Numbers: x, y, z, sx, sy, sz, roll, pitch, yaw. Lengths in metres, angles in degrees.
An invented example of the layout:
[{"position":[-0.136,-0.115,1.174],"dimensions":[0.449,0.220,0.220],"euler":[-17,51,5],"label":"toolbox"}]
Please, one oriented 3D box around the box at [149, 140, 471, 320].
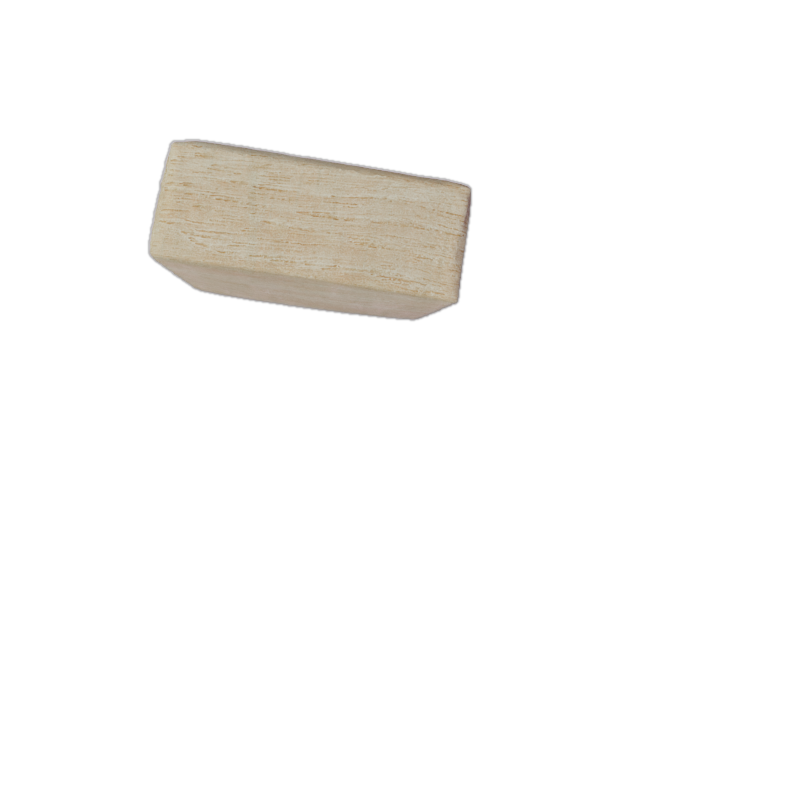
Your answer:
[{"position":[-0.053,-0.097,0.677],"dimensions":[0.164,0.072,0.212],"euler":[8,-1,-2],"label":"box"}]
